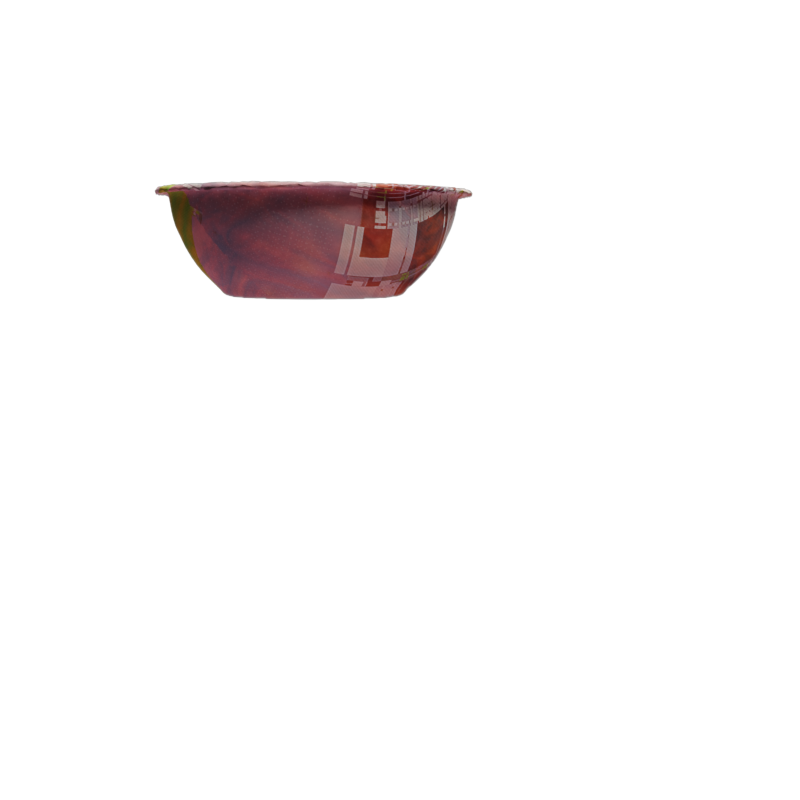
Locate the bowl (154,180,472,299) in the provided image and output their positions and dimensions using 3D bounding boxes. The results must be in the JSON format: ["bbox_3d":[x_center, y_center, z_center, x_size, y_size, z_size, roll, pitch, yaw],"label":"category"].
[{"bbox_3d":[-0.044,-0.081,0.567,0.162,0.055,0.164,0,7,-2],"label":"bowl"}]
